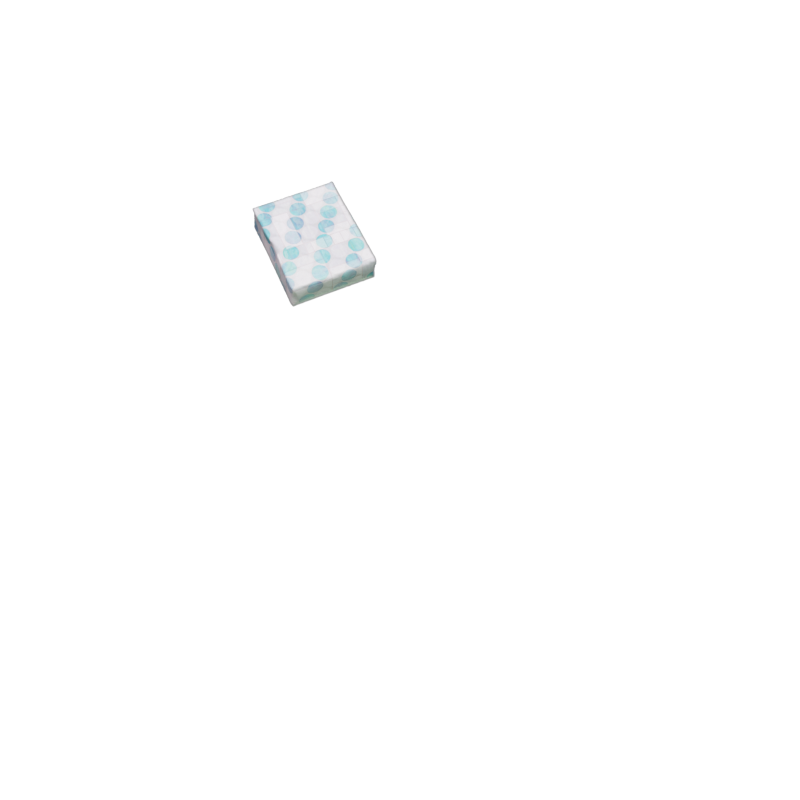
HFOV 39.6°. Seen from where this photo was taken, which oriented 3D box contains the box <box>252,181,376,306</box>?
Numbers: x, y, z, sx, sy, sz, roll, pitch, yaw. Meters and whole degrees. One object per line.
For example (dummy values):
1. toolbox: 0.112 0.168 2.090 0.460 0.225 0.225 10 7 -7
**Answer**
1. box: -0.070 -0.129 0.899 0.073 0.096 0.028 -20 -30 -13
